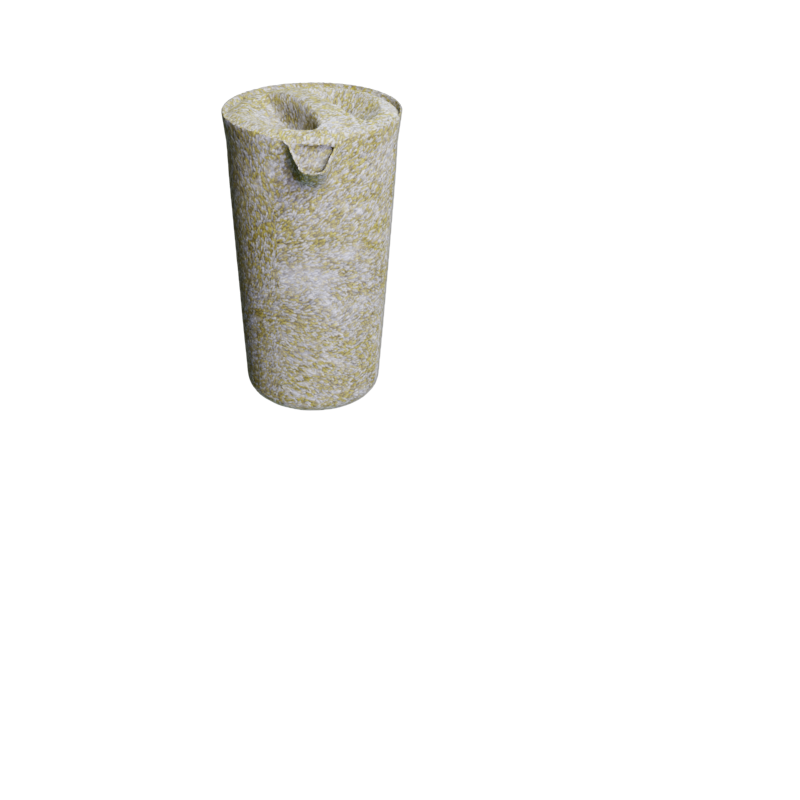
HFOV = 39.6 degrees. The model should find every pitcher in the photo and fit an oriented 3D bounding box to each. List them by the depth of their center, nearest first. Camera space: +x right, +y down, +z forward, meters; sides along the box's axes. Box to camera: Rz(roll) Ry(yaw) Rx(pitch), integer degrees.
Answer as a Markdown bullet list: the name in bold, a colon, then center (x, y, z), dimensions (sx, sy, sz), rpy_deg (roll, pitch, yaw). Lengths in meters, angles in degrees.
- **pitcher**: center (-0.069, -0.125, 0.875), dimensions (0.154, 0.230, 0.149), rpy_deg (23, 35, 35)
